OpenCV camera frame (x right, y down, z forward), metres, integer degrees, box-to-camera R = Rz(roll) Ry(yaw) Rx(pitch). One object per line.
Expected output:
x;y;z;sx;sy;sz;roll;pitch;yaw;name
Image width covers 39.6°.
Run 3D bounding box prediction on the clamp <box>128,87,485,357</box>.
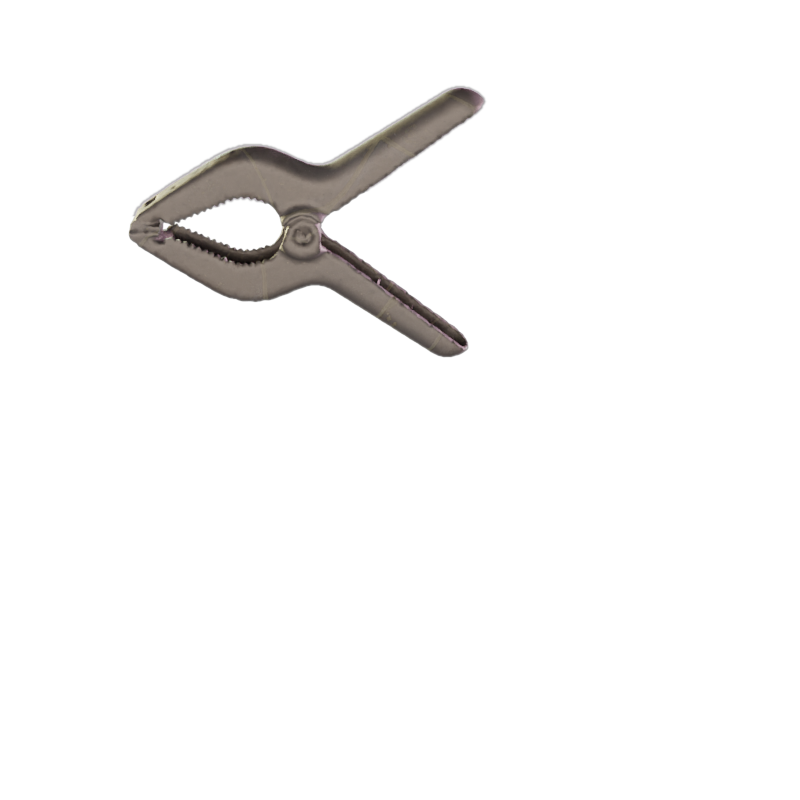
-0.051;-0.093;0.654;0.210;0.157;0.038;-5;20;2;clamp
